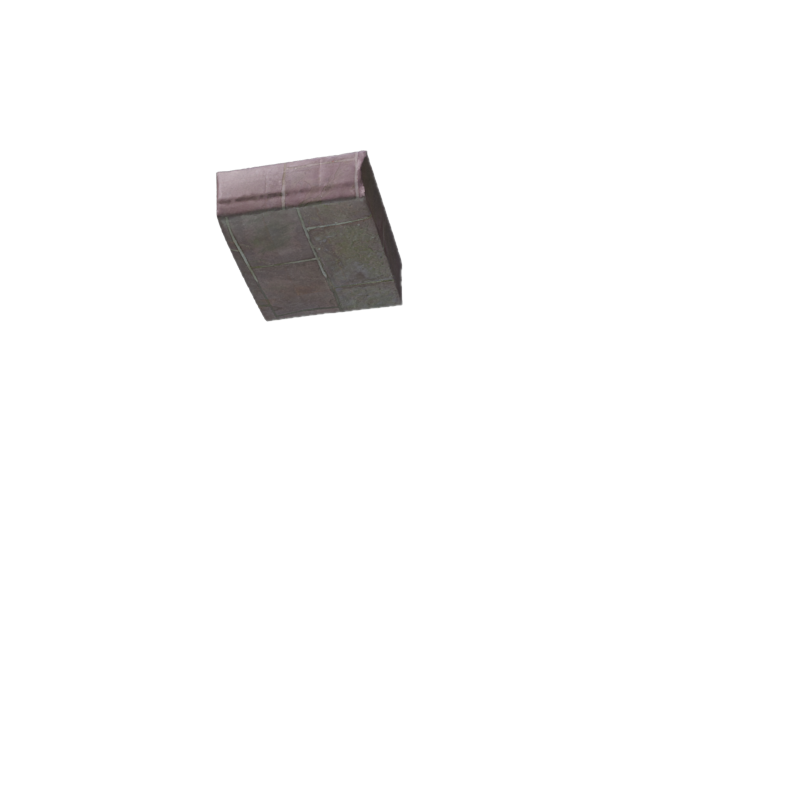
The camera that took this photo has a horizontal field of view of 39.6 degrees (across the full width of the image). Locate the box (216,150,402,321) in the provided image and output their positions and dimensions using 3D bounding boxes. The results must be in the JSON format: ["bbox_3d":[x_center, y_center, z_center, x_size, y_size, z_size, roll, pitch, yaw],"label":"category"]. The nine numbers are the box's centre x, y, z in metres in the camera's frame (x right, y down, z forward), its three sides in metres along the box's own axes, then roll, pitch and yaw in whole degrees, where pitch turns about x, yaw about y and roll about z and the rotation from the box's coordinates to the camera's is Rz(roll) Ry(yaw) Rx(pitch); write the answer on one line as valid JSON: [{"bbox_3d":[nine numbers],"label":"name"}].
[{"bbox_3d":[-0.052,-0.094,0.658,0.091,0.041,0.105,-6,-31,10],"label":"box"}]
